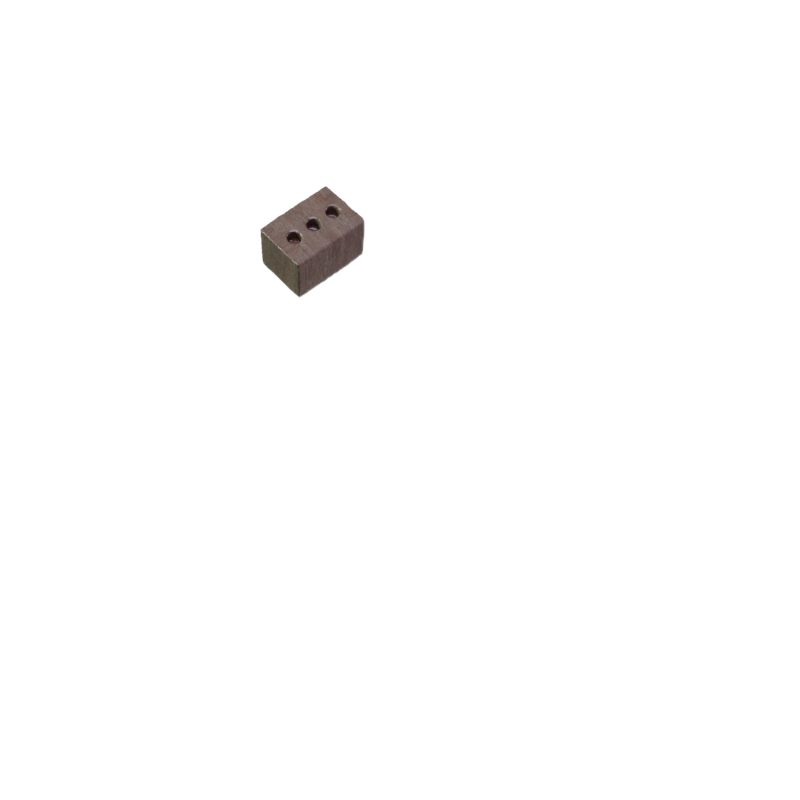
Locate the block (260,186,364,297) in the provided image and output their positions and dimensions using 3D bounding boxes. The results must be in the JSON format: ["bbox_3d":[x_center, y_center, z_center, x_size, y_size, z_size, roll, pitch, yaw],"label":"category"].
[{"bbox_3d":[-0.076,-0.139,0.971,0.078,0.056,0.048,-37,-25,-23],"label":"block"}]
